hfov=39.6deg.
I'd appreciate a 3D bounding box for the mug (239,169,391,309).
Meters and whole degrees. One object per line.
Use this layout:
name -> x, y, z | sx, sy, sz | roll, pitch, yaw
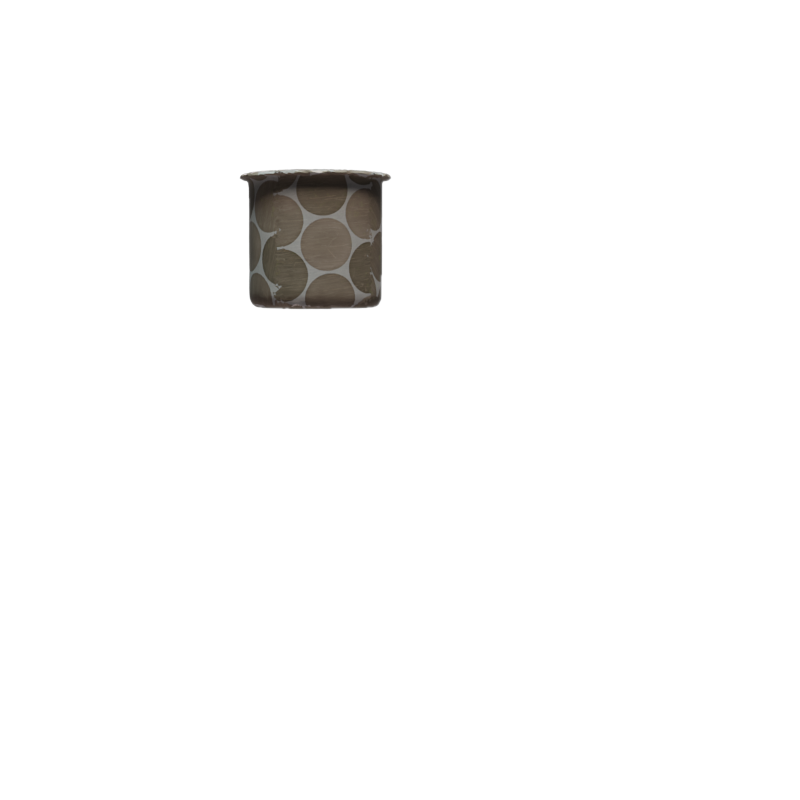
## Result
mug -> -0.054, -0.099, 0.694 | 0.092, 0.081, 0.119 | -1, 4, -10
